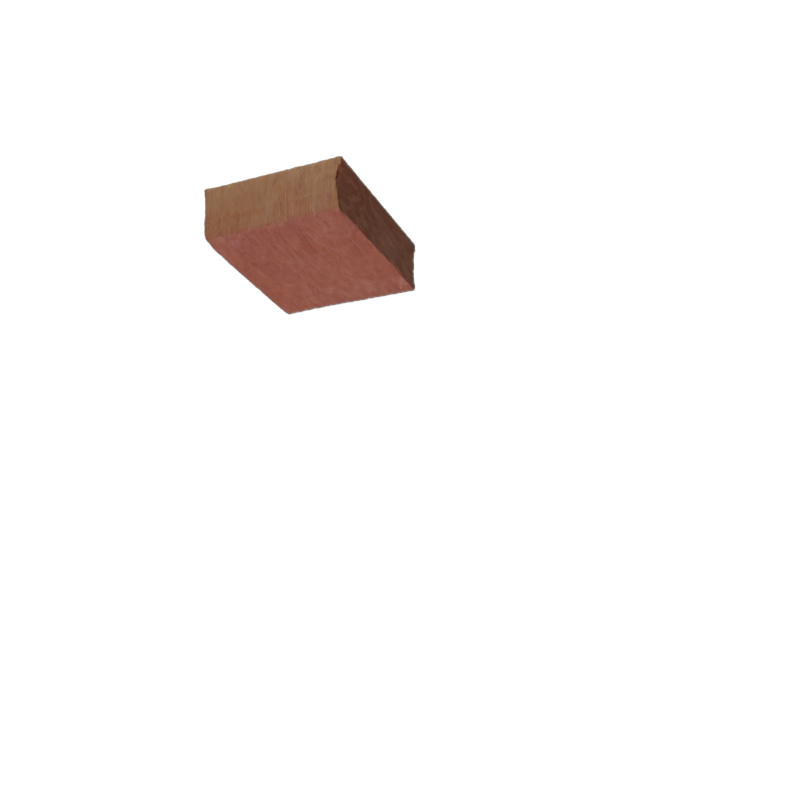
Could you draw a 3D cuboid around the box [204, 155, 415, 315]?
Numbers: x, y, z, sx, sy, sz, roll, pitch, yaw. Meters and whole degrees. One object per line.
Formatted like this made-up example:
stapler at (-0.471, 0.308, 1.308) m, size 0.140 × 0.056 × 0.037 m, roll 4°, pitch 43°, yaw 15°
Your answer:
box at (-0.052, -0.094, 0.661) m, size 0.091 × 0.041 × 0.105 m, roll -10°, pitch -24°, yaw 22°
